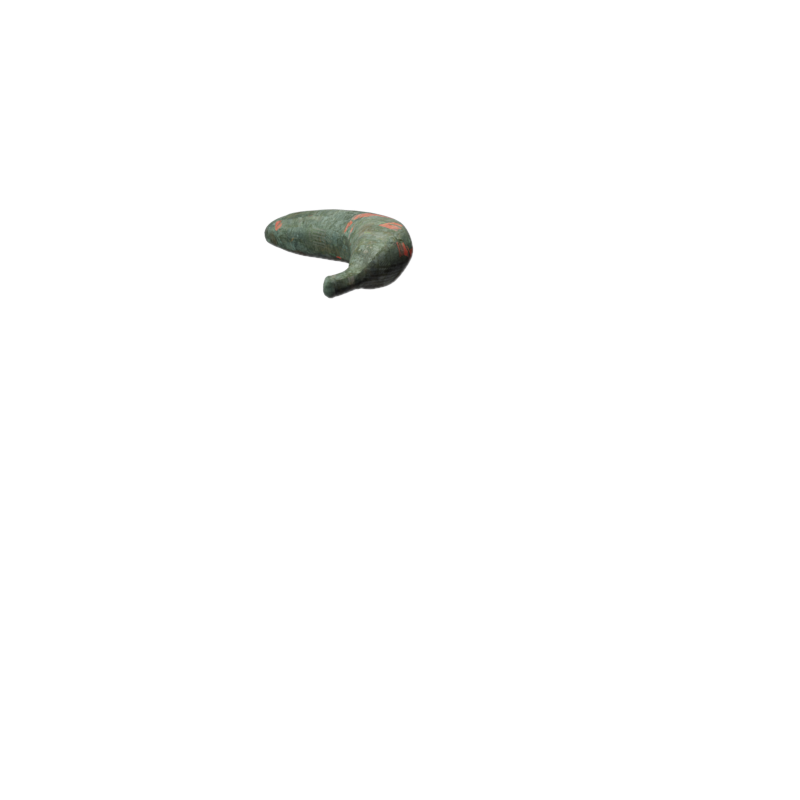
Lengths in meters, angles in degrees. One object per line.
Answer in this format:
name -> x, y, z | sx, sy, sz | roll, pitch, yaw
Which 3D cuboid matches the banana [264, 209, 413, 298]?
banana -> -0.036, -0.099, 0.696 | 0.068, 0.036, 0.206 | -4, 15, -15
